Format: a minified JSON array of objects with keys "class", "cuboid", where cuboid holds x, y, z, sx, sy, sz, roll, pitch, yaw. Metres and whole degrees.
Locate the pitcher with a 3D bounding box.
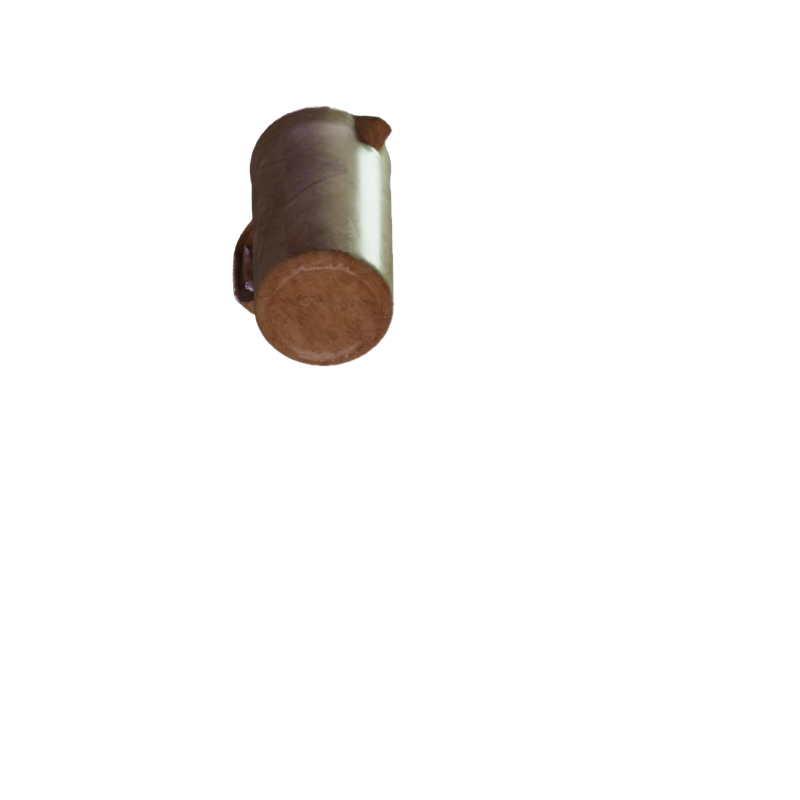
[{"class":"pitcher","cuboid":[-0.074,-0.135,0.947,0.144,0.140,0.260,1,36,-4]}]
